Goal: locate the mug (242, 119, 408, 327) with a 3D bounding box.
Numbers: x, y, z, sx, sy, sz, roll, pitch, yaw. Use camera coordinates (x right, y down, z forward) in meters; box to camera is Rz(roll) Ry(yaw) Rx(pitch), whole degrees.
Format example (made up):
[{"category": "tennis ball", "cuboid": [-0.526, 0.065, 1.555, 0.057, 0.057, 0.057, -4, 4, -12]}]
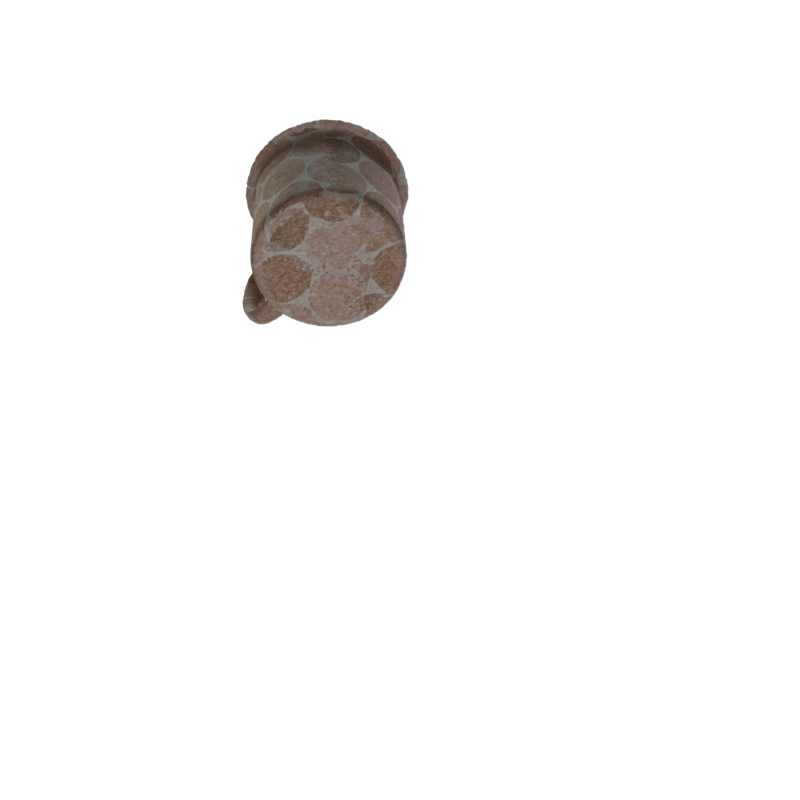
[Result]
[{"category": "mug", "cuboid": [-0.048, -0.087, 0.607, 0.089, 0.115, 0.087, 38, 25, -24]}]
